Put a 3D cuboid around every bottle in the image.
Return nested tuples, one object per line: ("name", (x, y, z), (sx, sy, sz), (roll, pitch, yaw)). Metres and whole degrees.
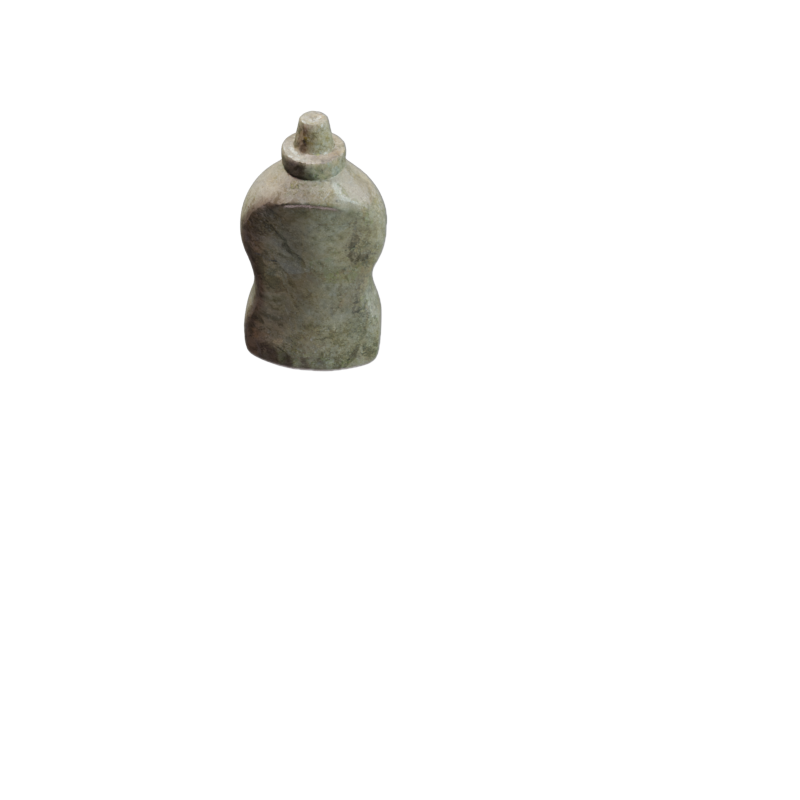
("bottle", (-0.058, -0.106, 0.738), (0.097, 0.179, 0.062), (6, 42, 3))
